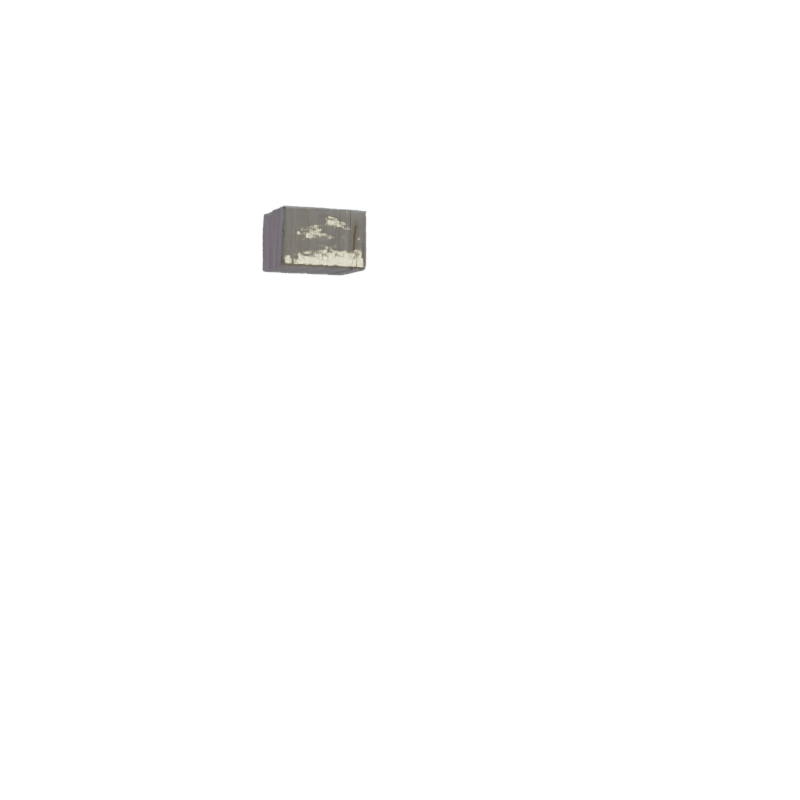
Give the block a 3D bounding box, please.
[{"bbox_3d":[-0.074,-0.135,0.948,0.076,0.052,0.054,1,-3,-24],"label":"block"}]
